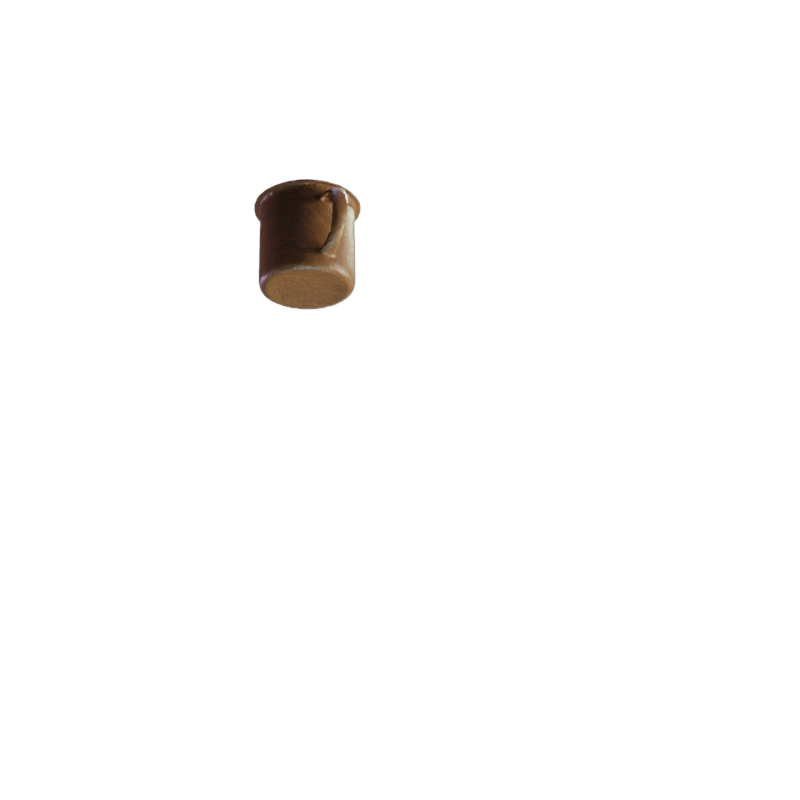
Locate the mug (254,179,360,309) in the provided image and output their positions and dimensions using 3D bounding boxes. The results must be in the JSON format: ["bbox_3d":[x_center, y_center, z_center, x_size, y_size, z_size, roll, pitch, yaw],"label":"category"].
[{"bbox_3d":[-0.073,-0.134,0.938,0.089,0.086,0.115,13,-29,-26],"label":"mug"}]
